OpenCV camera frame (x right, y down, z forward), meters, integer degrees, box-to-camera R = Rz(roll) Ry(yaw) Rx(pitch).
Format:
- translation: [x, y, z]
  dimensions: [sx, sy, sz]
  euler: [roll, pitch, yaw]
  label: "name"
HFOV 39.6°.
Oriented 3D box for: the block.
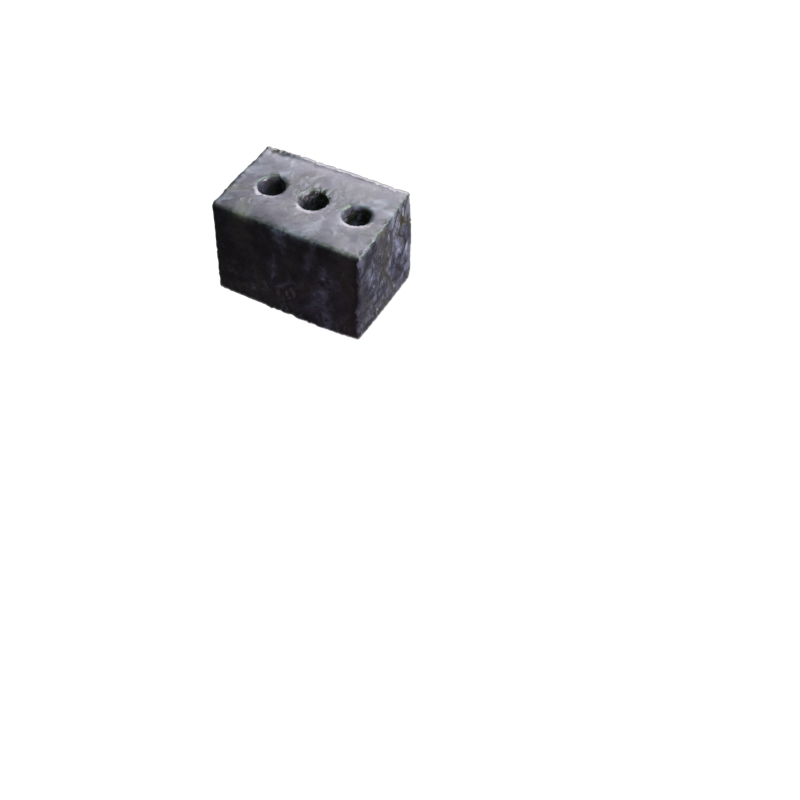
- translation: [-0.040, -0.073, 0.513]
  dimensions: [0.081, 0.048, 0.054]
  euler: [21, 48, 19]
  label: "block"
